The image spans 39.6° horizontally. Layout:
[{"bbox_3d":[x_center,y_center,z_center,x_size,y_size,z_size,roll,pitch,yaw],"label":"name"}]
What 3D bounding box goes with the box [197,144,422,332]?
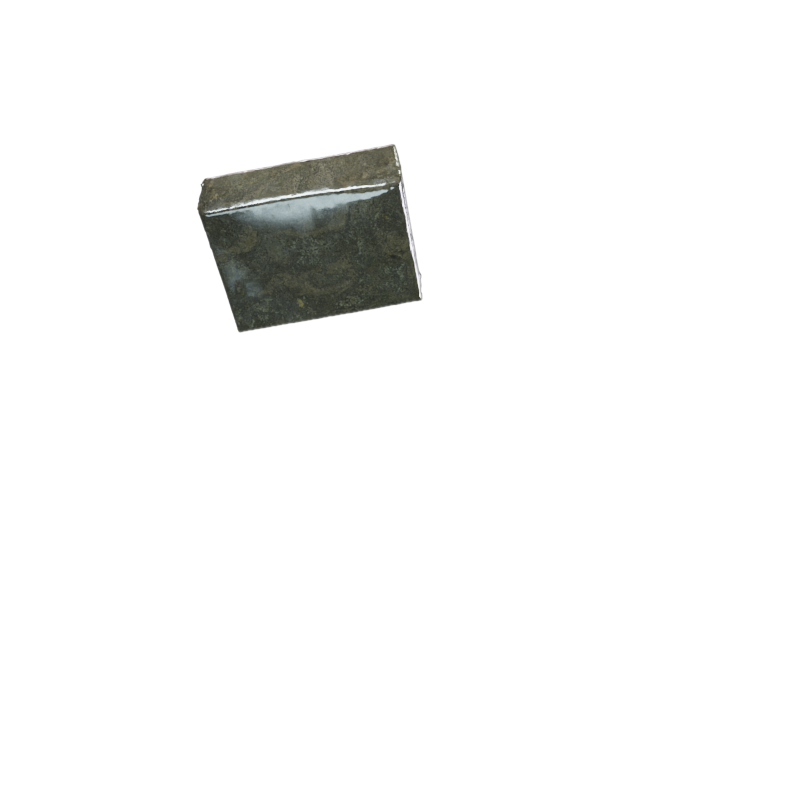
[{"bbox_3d":[-0.049,-0.090,0.629,0.114,0.083,0.042,-8,41,6],"label":"box"}]
